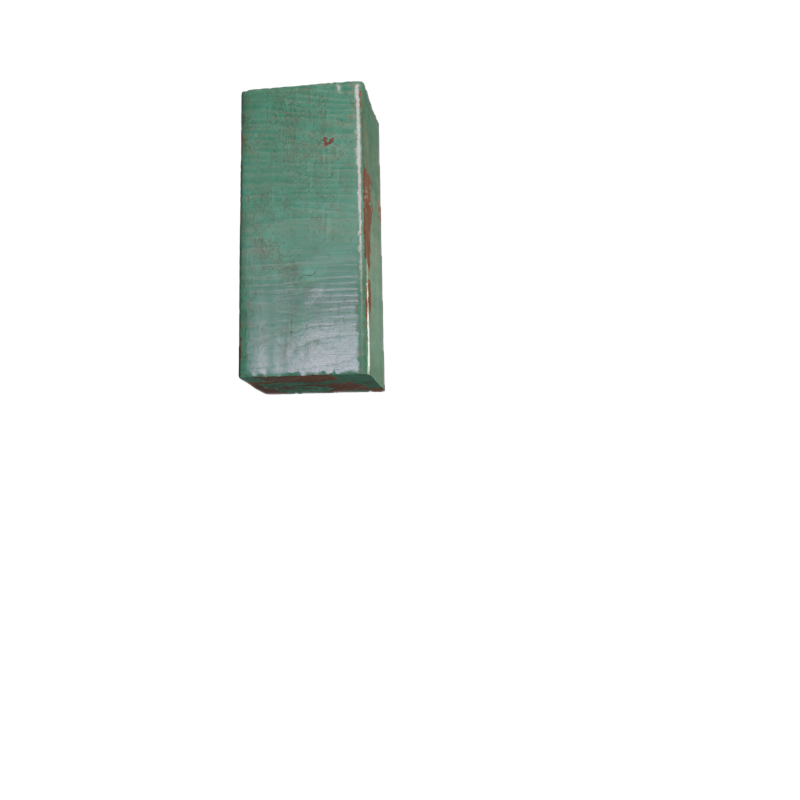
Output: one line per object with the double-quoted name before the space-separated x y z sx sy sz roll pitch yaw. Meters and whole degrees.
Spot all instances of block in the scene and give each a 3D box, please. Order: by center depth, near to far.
"block" -0.063 -0.114 0.795 0.092 0.214 0.086 -3 -14 8
